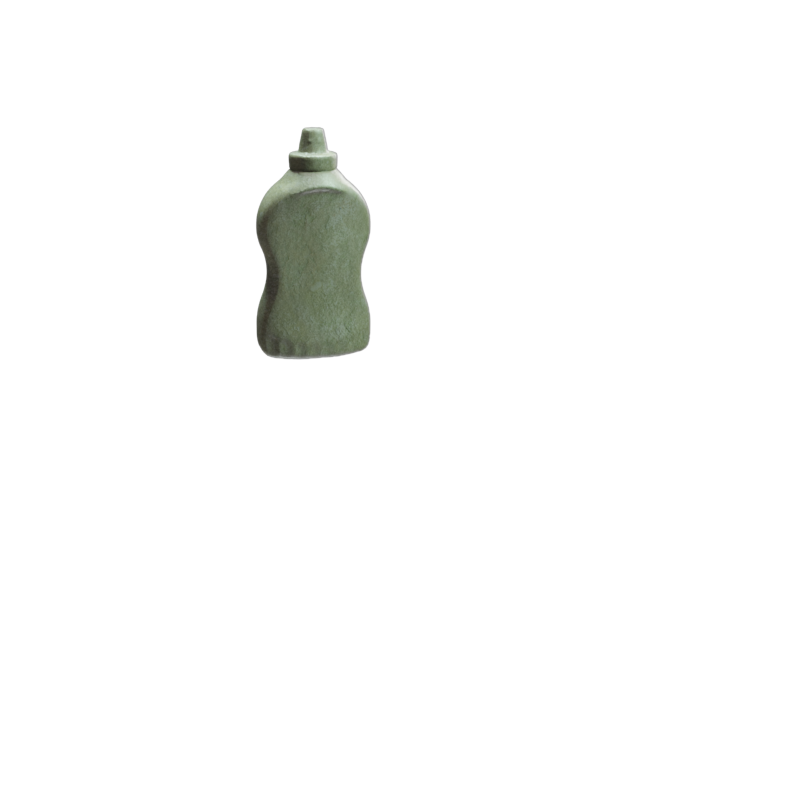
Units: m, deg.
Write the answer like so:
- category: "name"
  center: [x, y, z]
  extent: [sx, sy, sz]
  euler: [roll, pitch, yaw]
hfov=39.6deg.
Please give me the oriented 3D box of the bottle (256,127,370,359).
- category: "bottle"
  center: [-0.073, -0.134, 0.935]
  extent: [0.094, 0.185, 0.061]
  euler: [-3, 15, -13]
